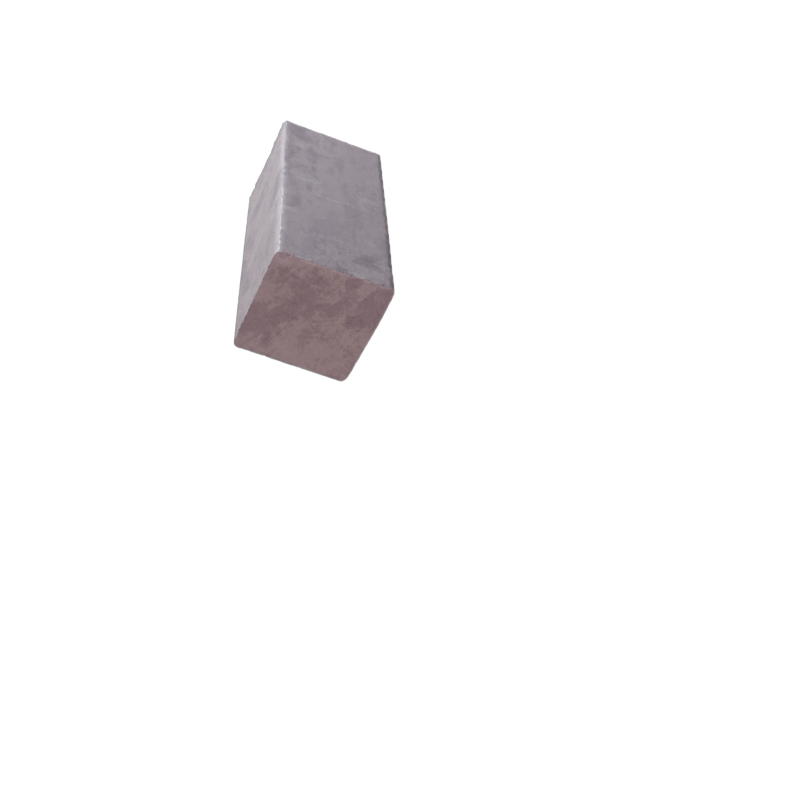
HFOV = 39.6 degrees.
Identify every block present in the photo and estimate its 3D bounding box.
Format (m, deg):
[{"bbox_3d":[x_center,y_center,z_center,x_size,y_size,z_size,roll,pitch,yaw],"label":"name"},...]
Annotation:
[{"bbox_3d":[-0.067,-0.122,0.861,0.088,0.087,0.220,18,34,-16],"label":"block"}]
